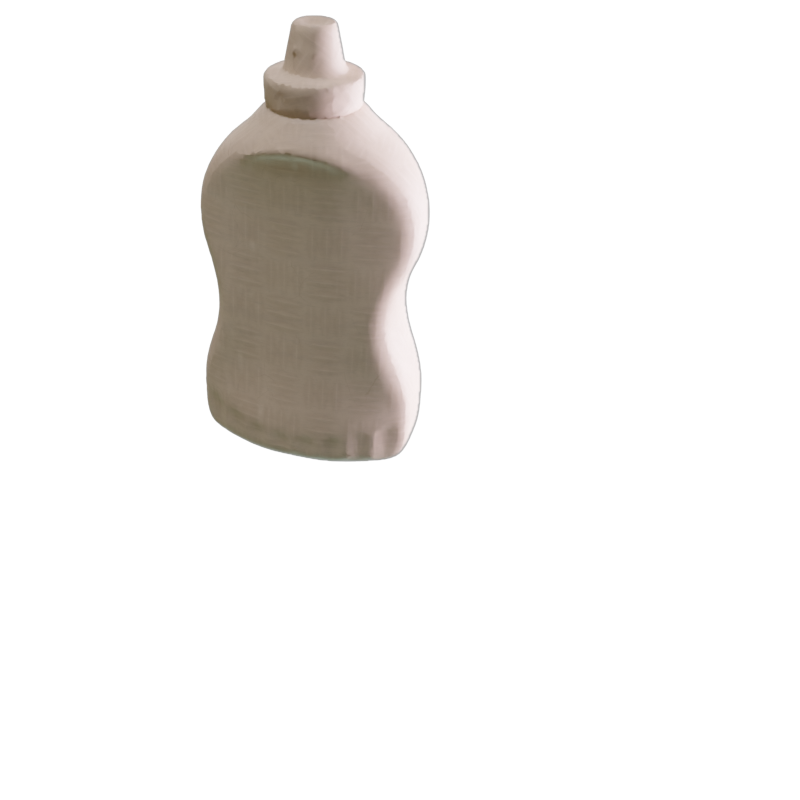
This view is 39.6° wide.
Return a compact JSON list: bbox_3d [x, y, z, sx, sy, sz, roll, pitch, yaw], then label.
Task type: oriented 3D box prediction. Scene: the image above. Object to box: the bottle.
[{"bbox_3d":[-0.037,-0.068,0.473,0.099,0.181,0.060,11,30,16],"label":"bottle"}]
